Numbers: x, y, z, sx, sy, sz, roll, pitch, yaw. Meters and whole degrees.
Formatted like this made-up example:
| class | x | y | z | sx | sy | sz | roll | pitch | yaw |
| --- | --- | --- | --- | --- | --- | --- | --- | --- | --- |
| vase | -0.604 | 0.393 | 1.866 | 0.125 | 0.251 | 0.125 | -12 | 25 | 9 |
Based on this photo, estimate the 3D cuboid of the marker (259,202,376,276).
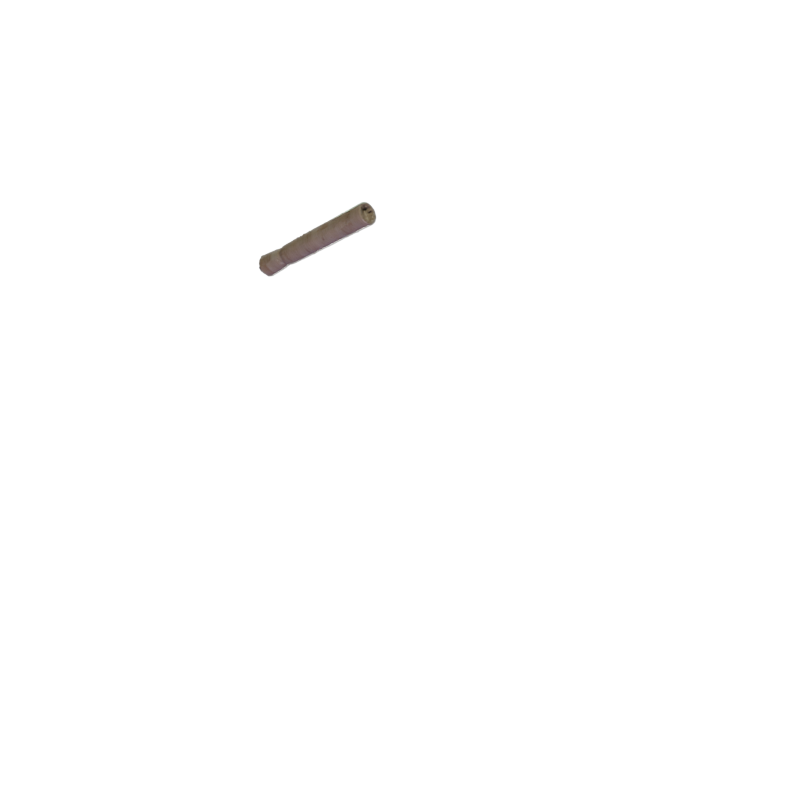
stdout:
| class | x | y | z | sx | sy | sz | roll | pitch | yaw |
| --- | --- | --- | --- | --- | --- | --- | --- | --- | --- |
| marker | -0.068 | -0.125 | 0.873 | 0.122 | 0.020 | 0.019 | -20 | -10 | 39 |
